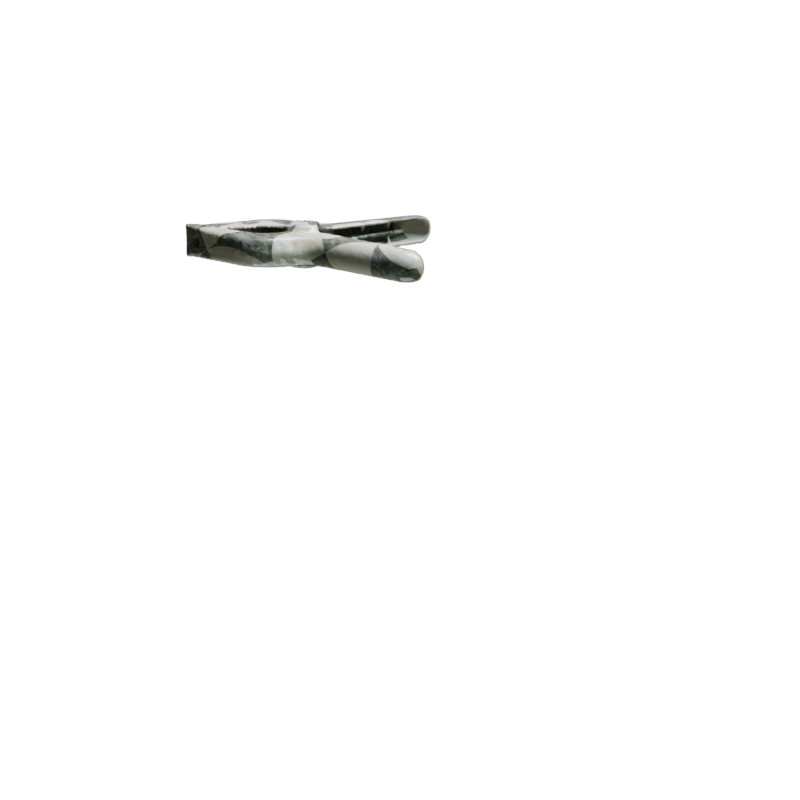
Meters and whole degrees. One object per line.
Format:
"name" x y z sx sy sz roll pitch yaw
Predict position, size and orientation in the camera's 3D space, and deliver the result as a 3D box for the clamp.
"clamp" -0.073 -0.132 0.927 0.214 0.035 0.167 4 19 12
